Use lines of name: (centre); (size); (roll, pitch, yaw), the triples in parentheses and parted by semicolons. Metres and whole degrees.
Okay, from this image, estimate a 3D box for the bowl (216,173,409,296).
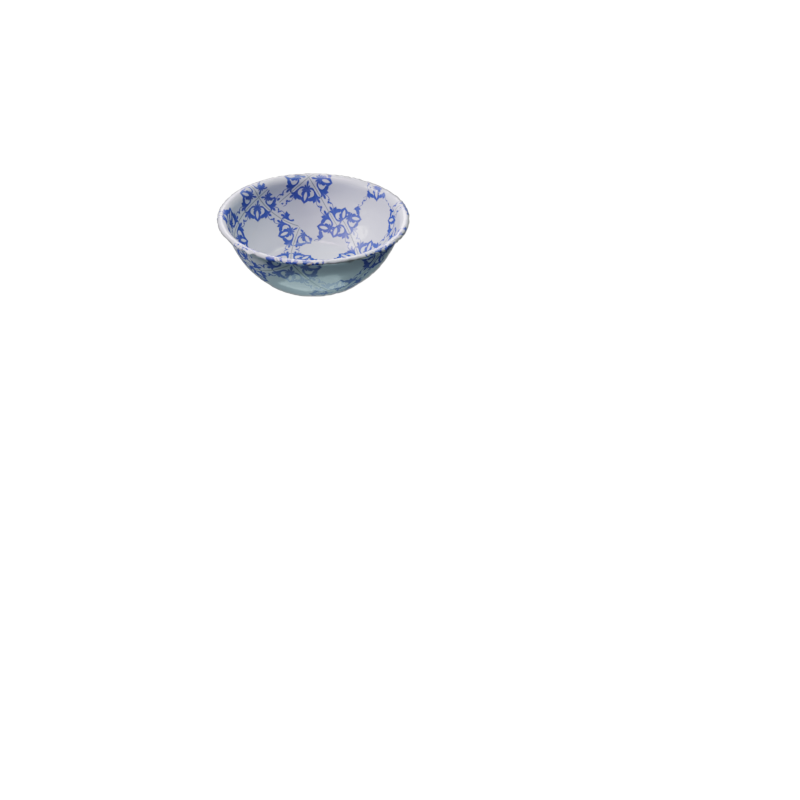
bowl: (-0.074, -0.135, 0.943); (0.162, 0.052, 0.173); (-1, 35, -2)
